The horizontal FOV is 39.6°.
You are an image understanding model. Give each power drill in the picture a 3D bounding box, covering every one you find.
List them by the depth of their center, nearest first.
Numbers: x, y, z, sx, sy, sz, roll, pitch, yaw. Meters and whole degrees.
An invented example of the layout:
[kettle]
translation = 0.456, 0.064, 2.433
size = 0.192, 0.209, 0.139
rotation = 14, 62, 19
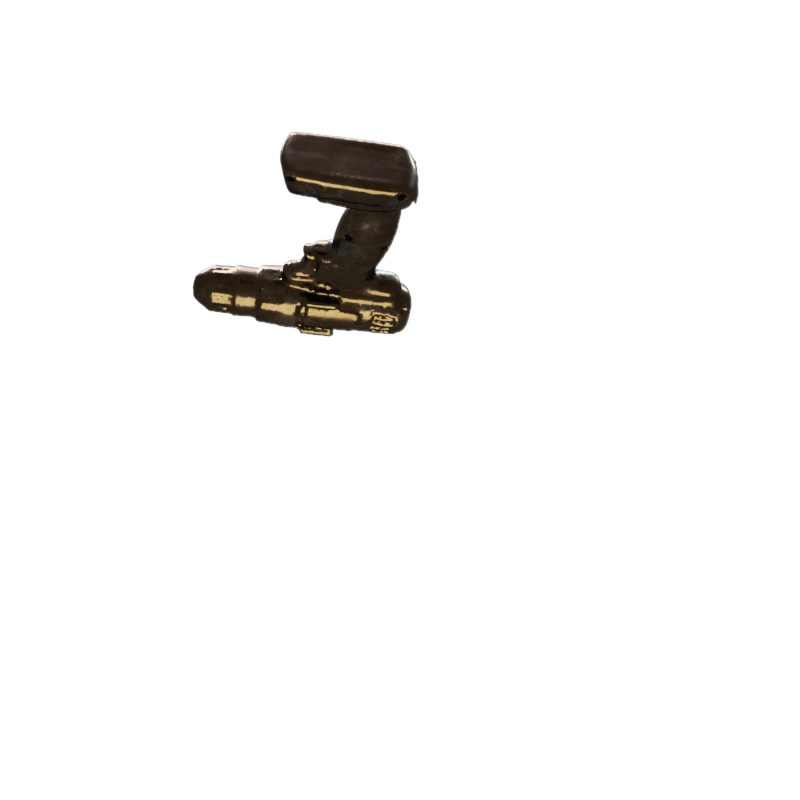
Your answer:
[power drill]
translation = -0.070, -0.127, 0.889
size = 0.182, 0.062, 0.177
rotation = 6, -39, -8
